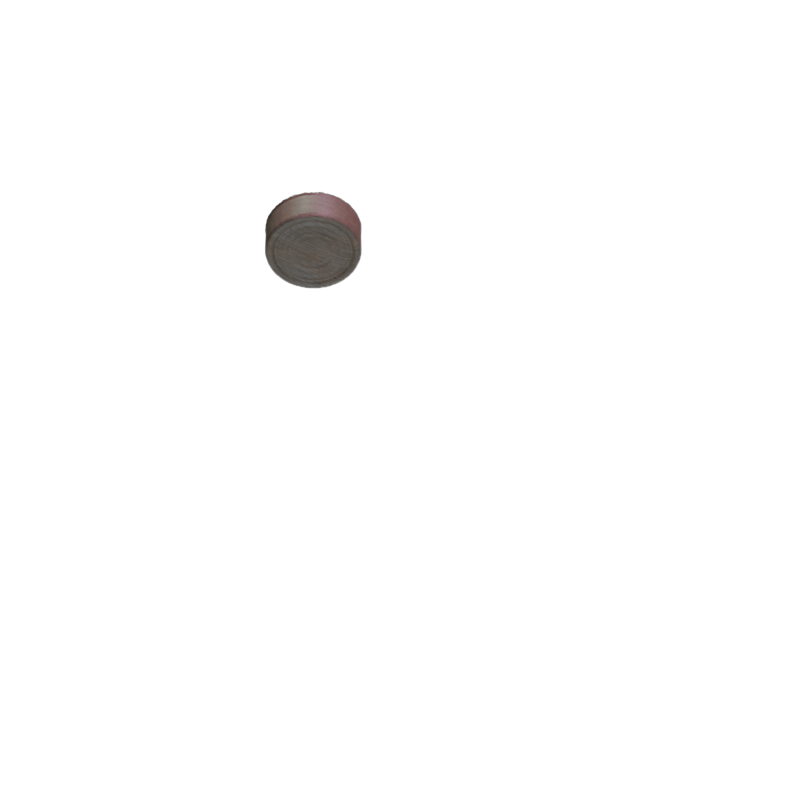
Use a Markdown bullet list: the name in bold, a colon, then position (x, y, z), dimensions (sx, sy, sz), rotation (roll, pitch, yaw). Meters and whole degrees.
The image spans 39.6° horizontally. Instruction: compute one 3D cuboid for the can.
- **can**: position (-0.076, -0.139, 0.973), dimensions (0.086, 0.080, 0.036), rotation (1, 44, -1)
